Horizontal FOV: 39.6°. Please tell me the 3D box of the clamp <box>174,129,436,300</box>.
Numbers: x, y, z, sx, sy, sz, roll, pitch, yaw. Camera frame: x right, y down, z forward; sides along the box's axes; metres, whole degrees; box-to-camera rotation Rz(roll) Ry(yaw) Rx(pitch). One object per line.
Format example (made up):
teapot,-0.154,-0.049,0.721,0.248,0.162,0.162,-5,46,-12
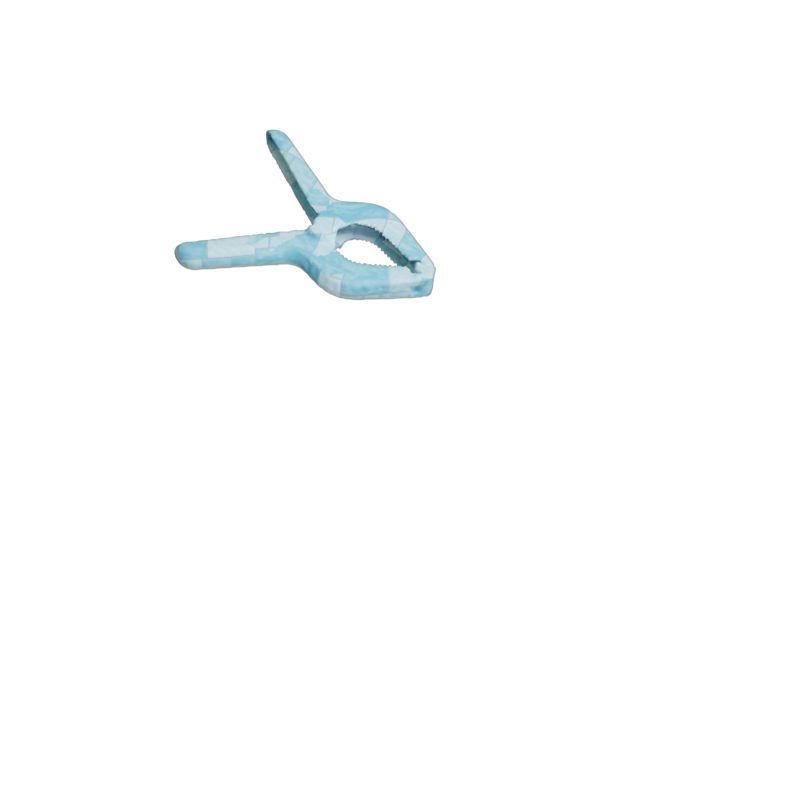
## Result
clamp,-0.073,-0.133,0.932,0.219,0.168,0.034,30,-29,18
